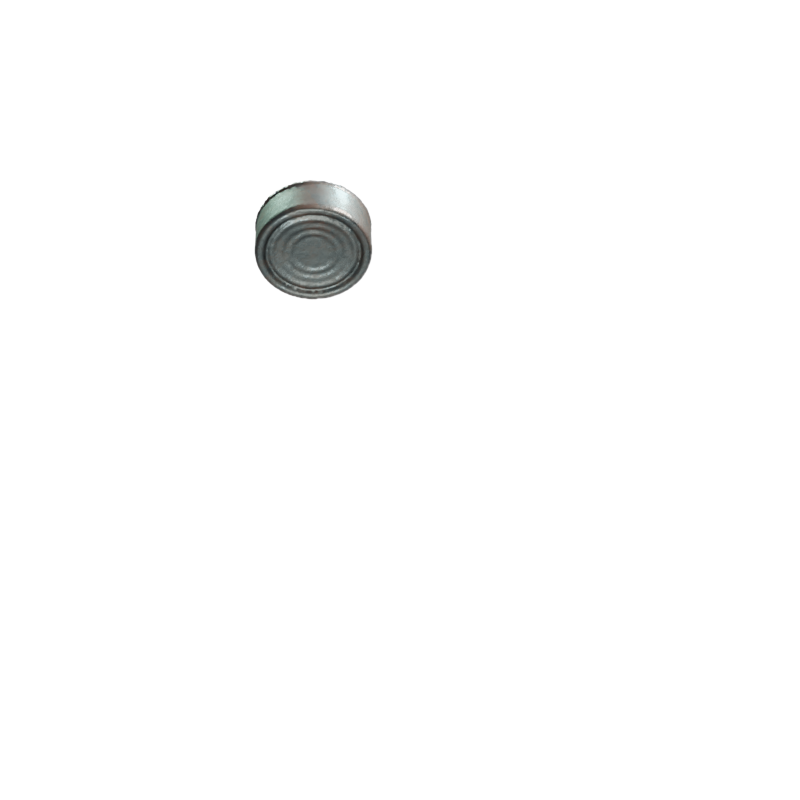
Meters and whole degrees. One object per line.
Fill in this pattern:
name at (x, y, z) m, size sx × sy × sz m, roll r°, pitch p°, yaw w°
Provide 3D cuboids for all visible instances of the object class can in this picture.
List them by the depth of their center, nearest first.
can at (-0.063, -0.115, 0.804) m, size 0.086 × 0.080 × 0.036 m, roll 1°, pitch 41°, yaw -1°
